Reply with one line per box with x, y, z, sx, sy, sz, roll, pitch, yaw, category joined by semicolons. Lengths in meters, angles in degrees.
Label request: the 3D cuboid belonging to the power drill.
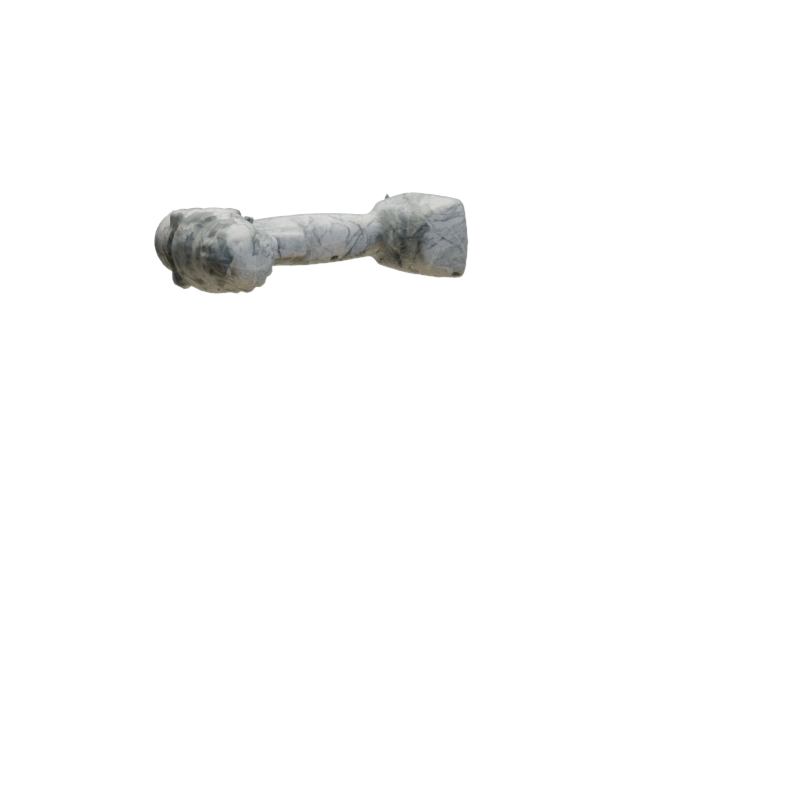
-0.056;-0.102;0.714;0.183;0.056;0.193;-5;14;-20;power drill
